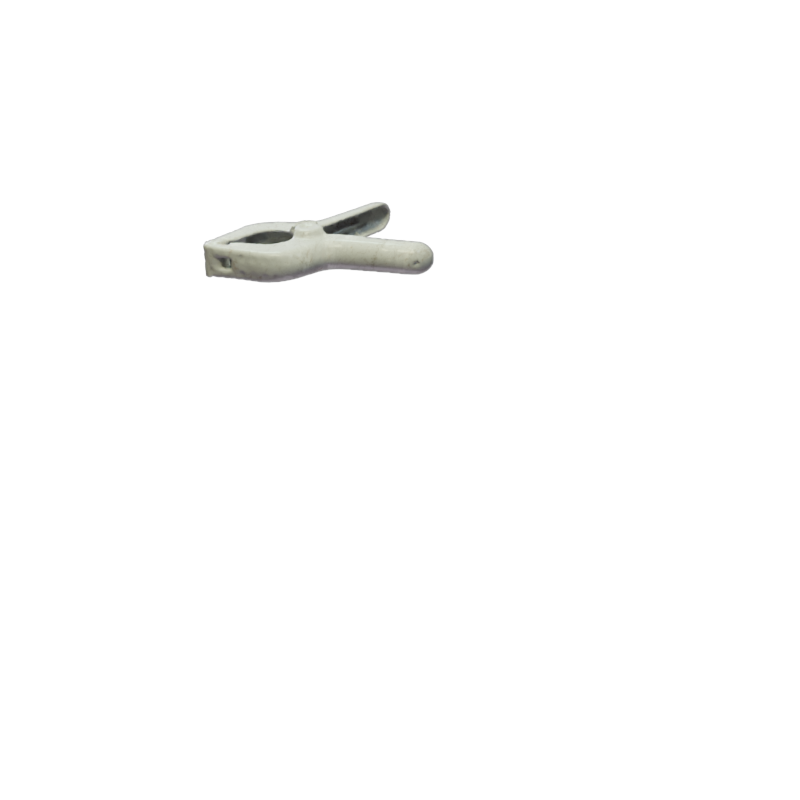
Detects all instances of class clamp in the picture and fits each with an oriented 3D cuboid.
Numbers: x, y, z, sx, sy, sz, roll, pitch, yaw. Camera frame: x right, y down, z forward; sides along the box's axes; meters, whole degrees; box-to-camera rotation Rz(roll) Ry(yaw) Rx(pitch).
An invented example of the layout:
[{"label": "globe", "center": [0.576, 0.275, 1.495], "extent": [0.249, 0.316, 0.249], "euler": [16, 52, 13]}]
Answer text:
[{"label": "clamp", "center": [-0.068, -0.124, 0.870], "extent": [0.170, 0.038, 0.126], "euler": [-2, 22, -6]}]
